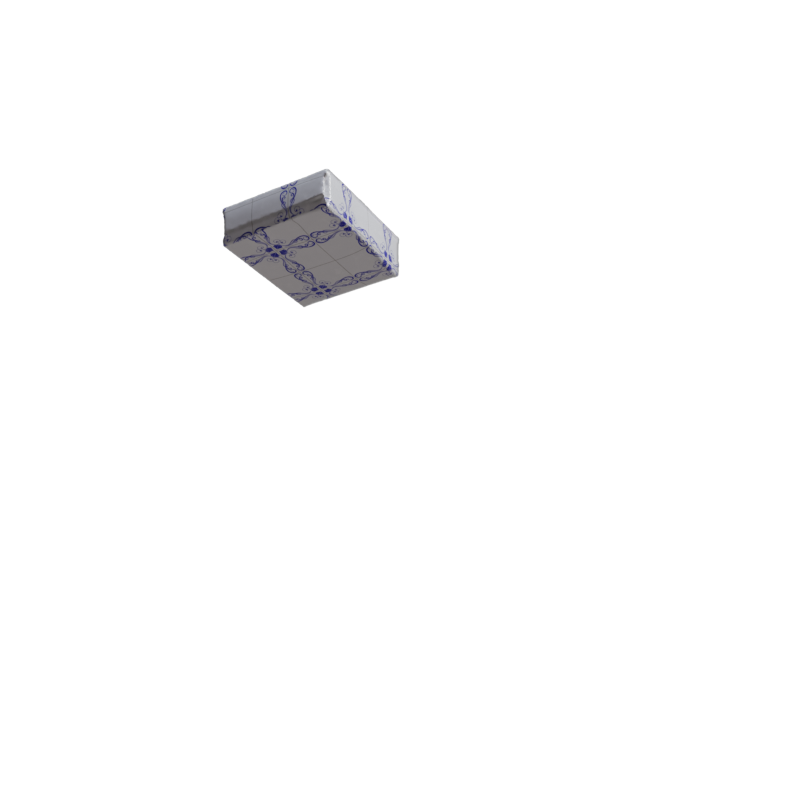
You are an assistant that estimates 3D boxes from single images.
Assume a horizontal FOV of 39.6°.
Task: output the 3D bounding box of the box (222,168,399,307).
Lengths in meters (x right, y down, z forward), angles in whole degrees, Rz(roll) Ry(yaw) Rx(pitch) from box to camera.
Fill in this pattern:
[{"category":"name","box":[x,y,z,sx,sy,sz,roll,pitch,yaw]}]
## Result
[{"category":"box","box":[-0.064,-0.117,0.820,0.091,0.041,0.105,-15,-32,25]}]
